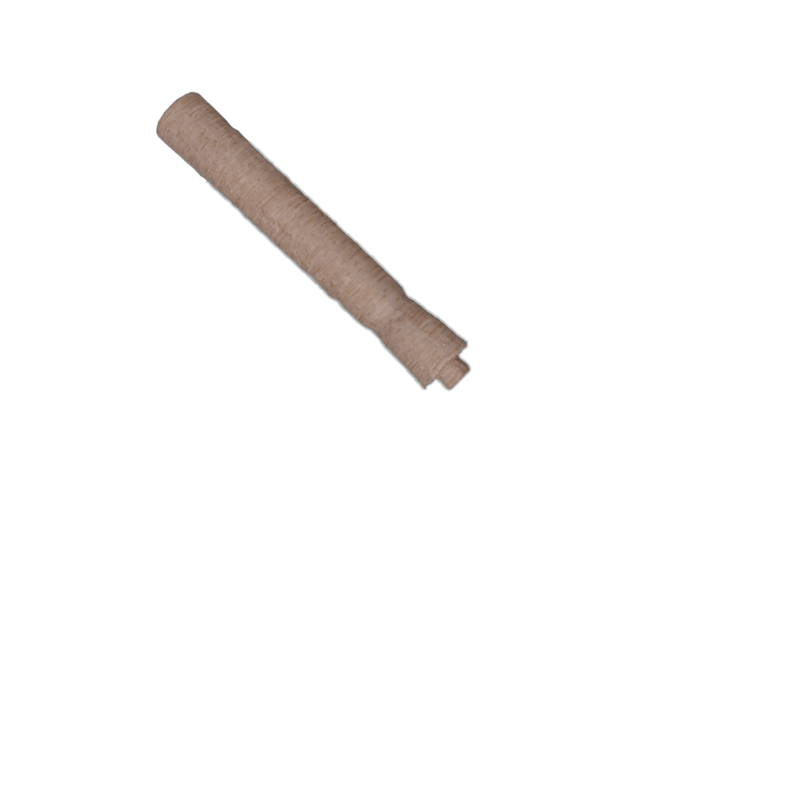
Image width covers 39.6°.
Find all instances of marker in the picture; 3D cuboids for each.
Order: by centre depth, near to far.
[{"bbox_3d":[-0.026,-0.048,0.337,0.125,0.019,0.019,44,12,11],"label":"marker"}]
